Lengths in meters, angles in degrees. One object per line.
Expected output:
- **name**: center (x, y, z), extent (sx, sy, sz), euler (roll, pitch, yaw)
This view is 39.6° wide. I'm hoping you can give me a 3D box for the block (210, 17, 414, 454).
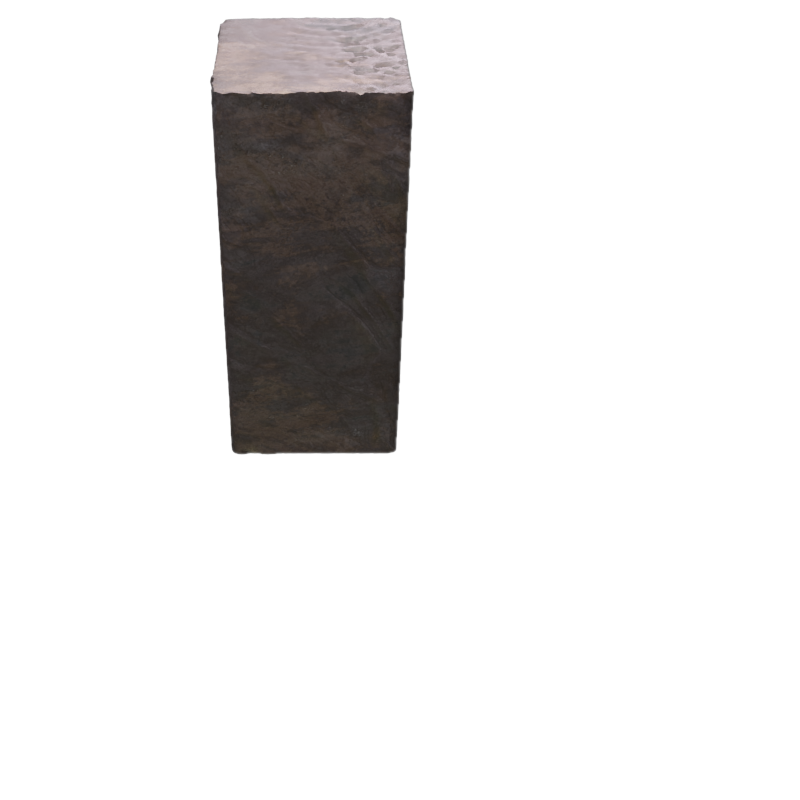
- **block**: center (-0.045, -0.080, 0.562), extent (0.090, 0.193, 0.097), euler (0, 36, -4)
